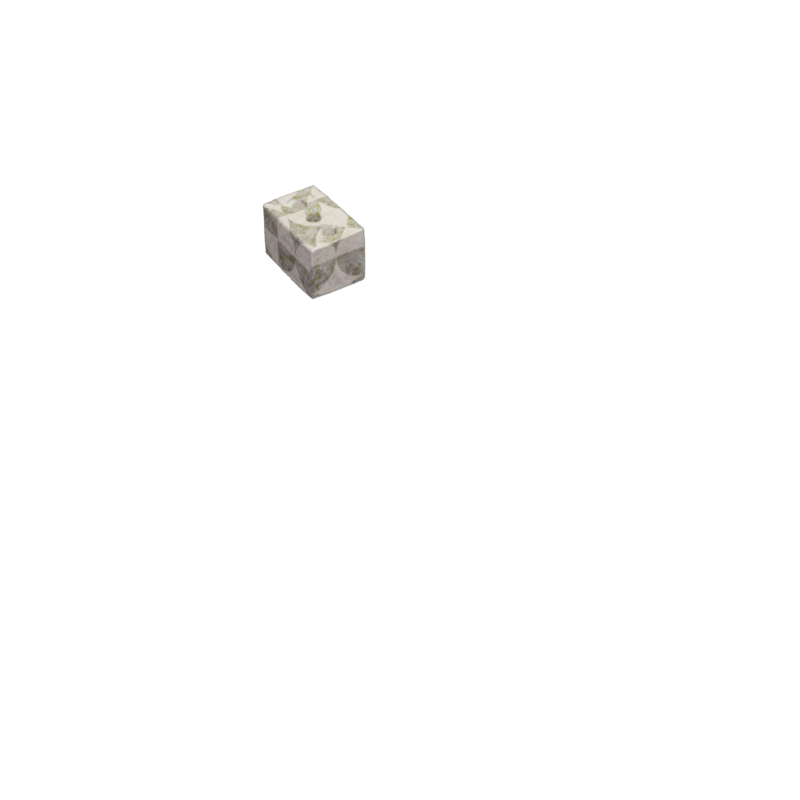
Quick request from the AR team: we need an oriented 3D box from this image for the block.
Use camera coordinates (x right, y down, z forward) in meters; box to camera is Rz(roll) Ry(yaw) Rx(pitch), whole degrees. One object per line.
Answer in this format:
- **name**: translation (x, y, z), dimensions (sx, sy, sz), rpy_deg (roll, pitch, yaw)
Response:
- **block**: translation (-0.071, -0.130, 0.909), dimensions (0.052, 0.048, 0.084), rpy_deg (-24, 47, -26)
